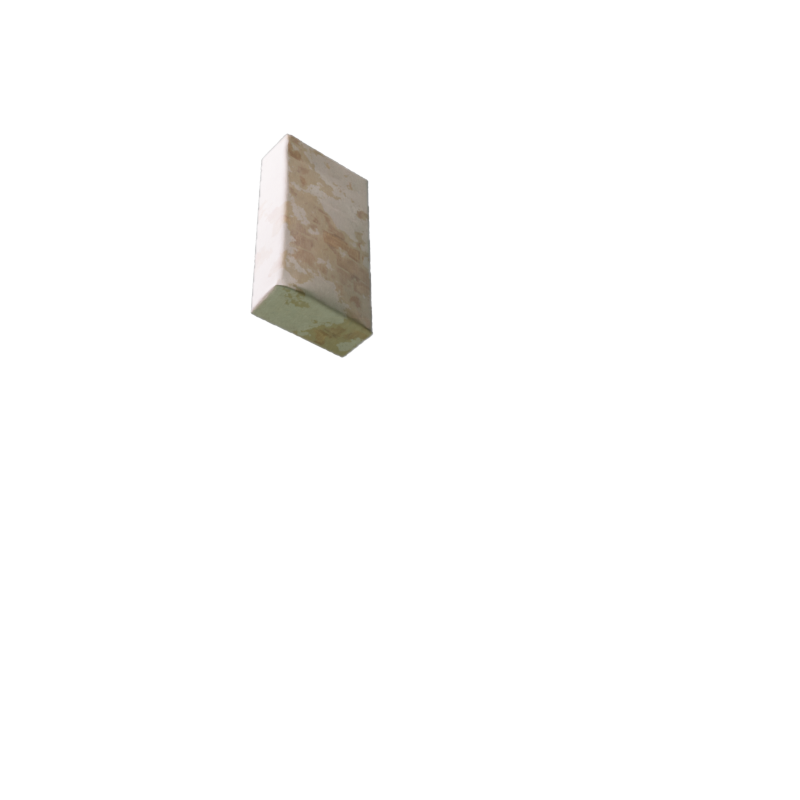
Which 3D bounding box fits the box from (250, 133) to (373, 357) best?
[{"bbox_3d":[-0.071,-0.129,0.907,0.088,0.189,0.047,26,-50,-28],"label":"box"}]
